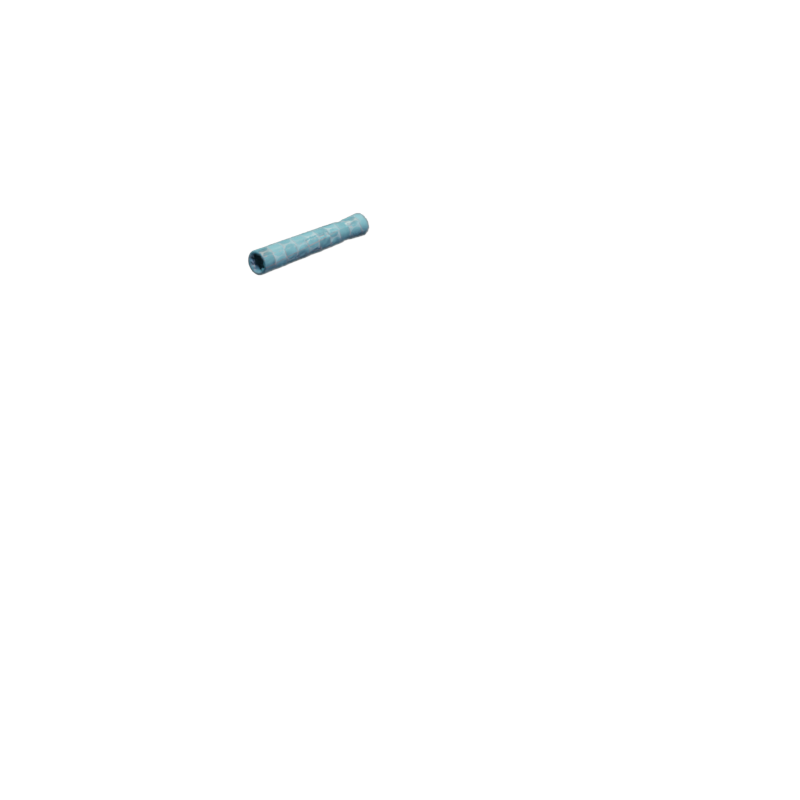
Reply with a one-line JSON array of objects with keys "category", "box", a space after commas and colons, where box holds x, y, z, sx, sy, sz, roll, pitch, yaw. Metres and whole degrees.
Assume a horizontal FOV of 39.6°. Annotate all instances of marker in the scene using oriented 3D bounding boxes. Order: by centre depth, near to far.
[{"category": "marker", "box": [-0.065, -0.119, 0.835, 0.021, 0.019, 0.120, 3, 23, 41]}]
